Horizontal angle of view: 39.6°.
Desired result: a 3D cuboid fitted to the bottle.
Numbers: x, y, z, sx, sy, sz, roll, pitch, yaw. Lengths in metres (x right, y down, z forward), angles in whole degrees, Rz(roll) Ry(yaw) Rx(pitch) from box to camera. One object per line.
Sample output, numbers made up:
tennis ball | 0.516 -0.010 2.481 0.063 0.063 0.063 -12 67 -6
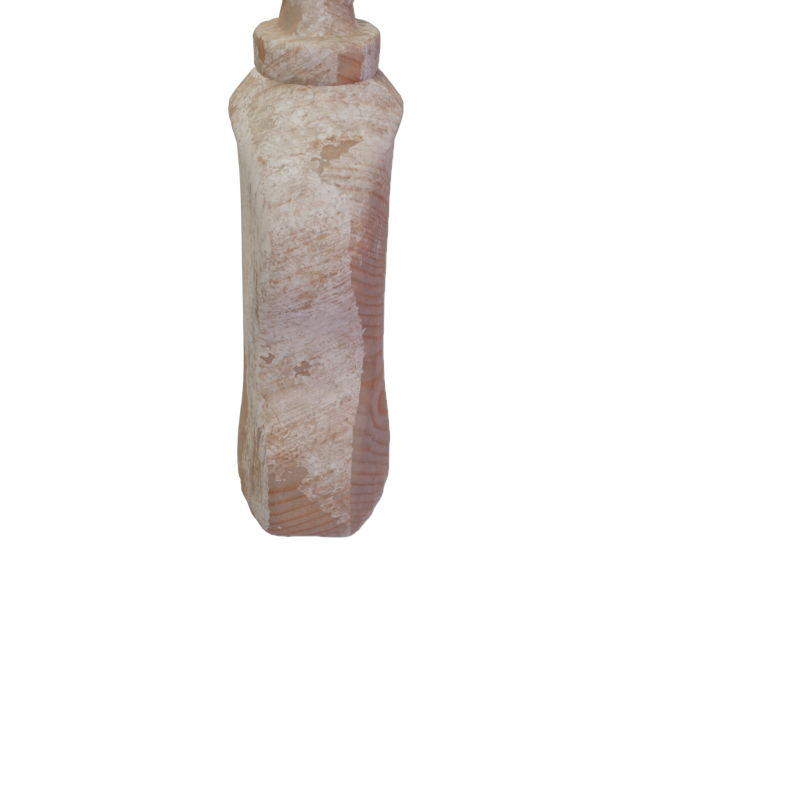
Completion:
bottle | -0.030 -0.055 0.386 0.058 0.181 0.101 2 28 -1
